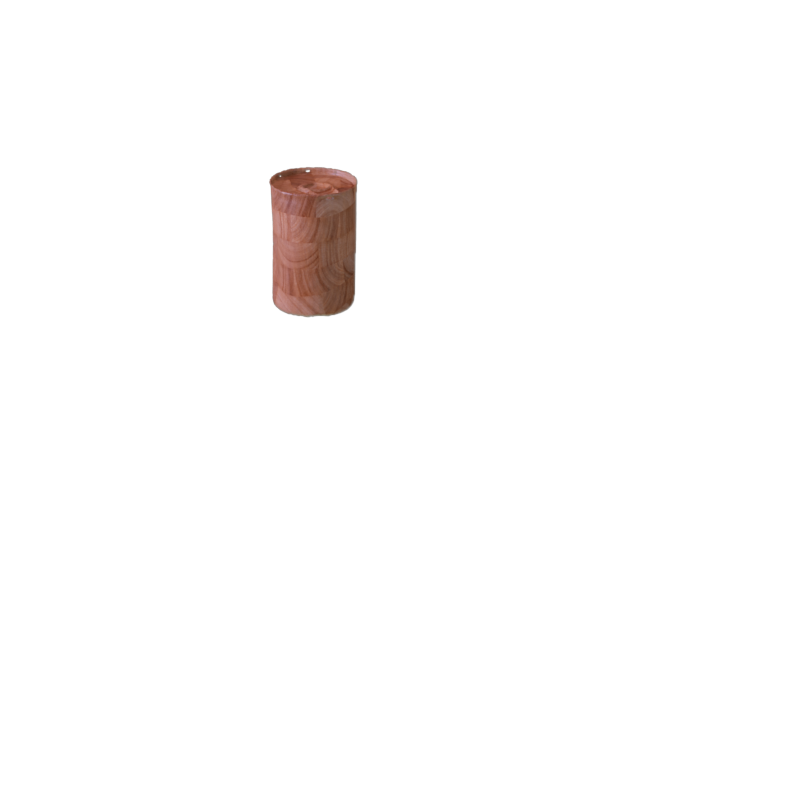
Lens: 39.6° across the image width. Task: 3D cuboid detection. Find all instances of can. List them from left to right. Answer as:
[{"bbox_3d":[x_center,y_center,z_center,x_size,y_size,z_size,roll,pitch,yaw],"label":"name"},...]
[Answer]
[{"bbox_3d":[-0.068,-0.124,0.868,0.068,0.097,0.072,0,24,-2],"label":"can"}]
